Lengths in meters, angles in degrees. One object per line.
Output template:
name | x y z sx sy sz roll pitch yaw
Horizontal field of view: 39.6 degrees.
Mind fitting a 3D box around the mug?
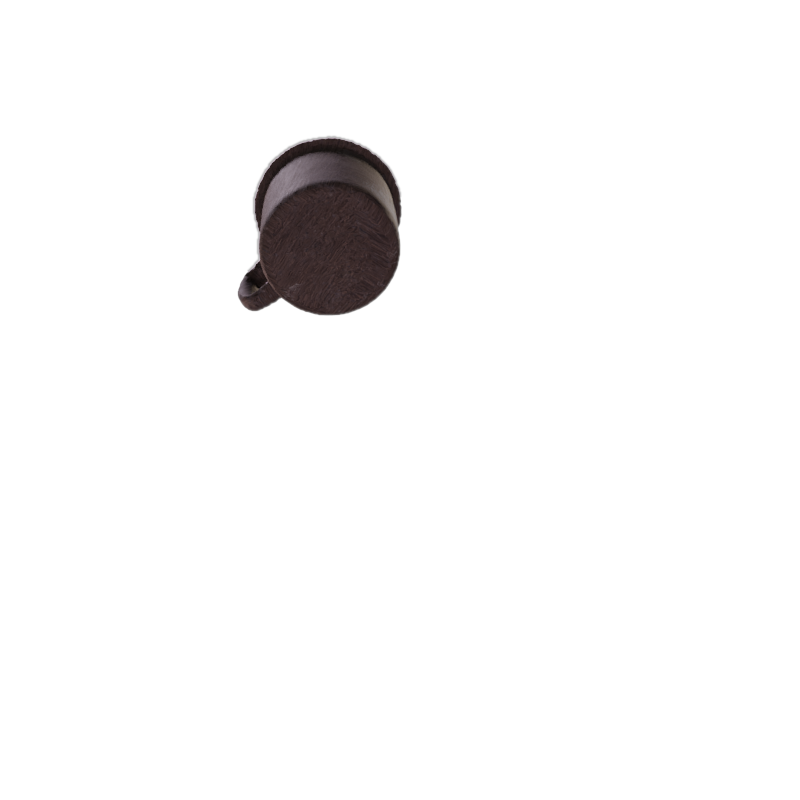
mug | -0.052 -0.095 0.666 0.116 0.089 0.086 -36 20 13
